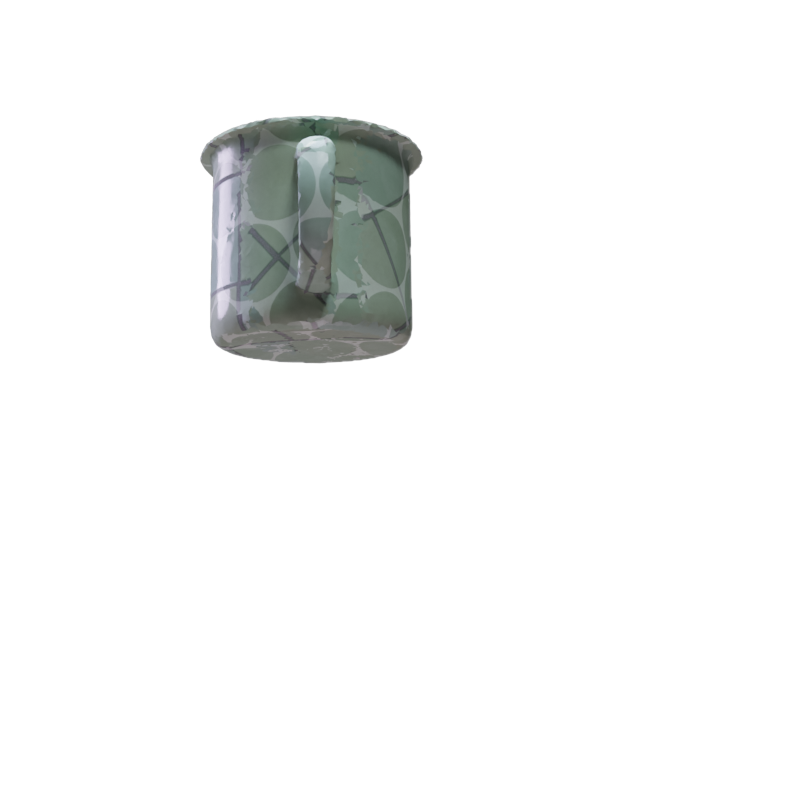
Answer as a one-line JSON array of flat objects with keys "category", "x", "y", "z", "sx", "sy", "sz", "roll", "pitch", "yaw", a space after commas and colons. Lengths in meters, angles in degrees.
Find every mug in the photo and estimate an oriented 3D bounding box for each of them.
[{"category": "mug", "x": -0.035, "y": -0.063, "z": 0.445, "sx": 0.092, "sy": 0.084, "sz": 0.114, "roll": 1, "pitch": -12, "yaw": -7}]
